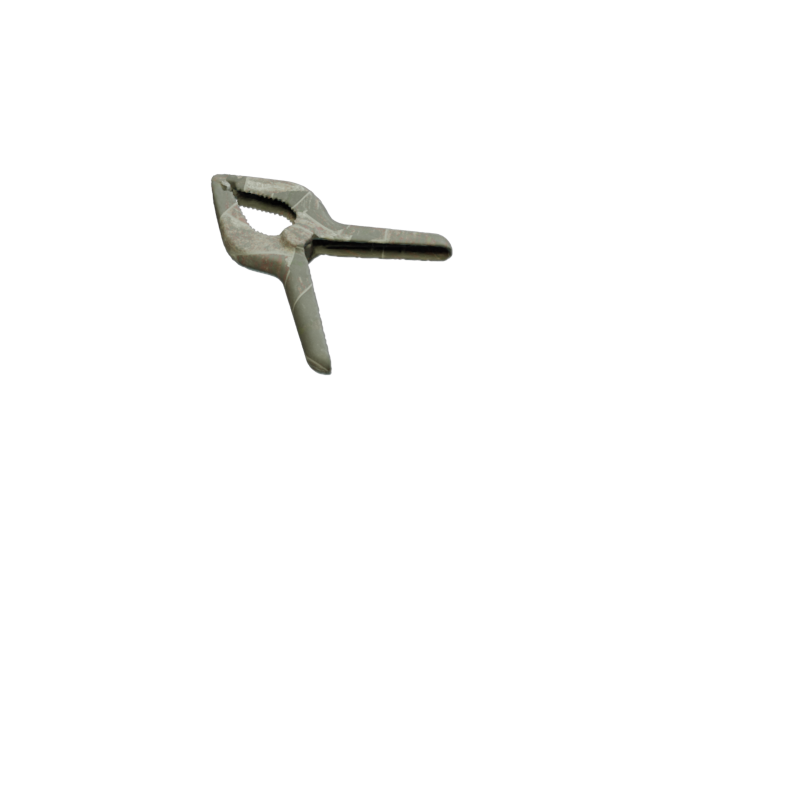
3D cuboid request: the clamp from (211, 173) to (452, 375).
[{"bbox_3d":[-0.073,-0.133,0.930,0.166,0.223,0.034,-36,-28,-23],"label":"clamp"}]
